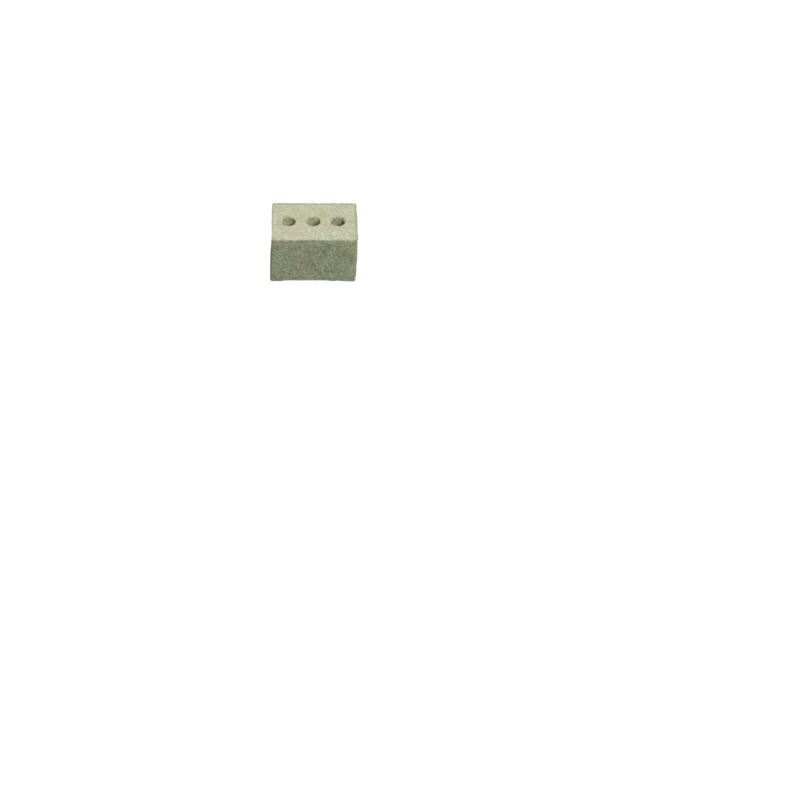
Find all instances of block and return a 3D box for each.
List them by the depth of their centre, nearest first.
[{"bbox_3d":[-0.078,-0.142,0.995,0.078,0.057,0.048,-1,-44,-2],"label":"block"}]
